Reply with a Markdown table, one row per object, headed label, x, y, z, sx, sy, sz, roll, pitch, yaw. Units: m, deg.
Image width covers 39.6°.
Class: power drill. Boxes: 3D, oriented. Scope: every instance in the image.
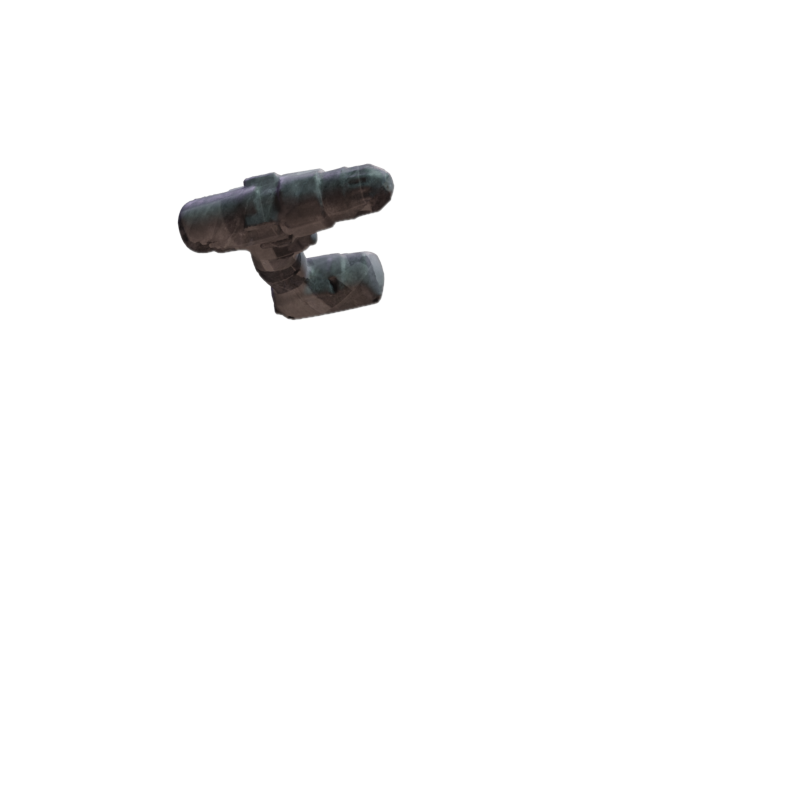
| label | x | y | z | sx | sy | sz | roll | pitch | yaw |
| --- | --- | --- | --- | --- | --- | --- | --- | --- | --- |
| power drill | -0.075 | -0.137 | 0.963 | 0.187 | 0.061 | 0.175 | -7 | -24 | 17 |
